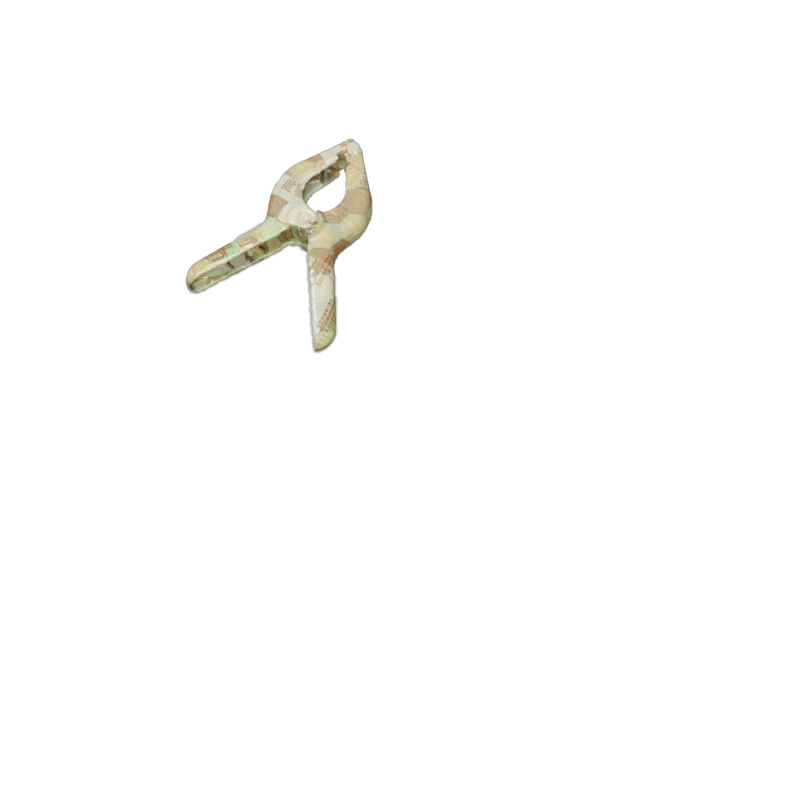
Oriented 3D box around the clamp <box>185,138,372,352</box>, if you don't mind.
[{"bbox_3d":[-0.065,-0.118,0.830,0.124,0.175,0.037,34,-18,12],"label":"clamp"}]
